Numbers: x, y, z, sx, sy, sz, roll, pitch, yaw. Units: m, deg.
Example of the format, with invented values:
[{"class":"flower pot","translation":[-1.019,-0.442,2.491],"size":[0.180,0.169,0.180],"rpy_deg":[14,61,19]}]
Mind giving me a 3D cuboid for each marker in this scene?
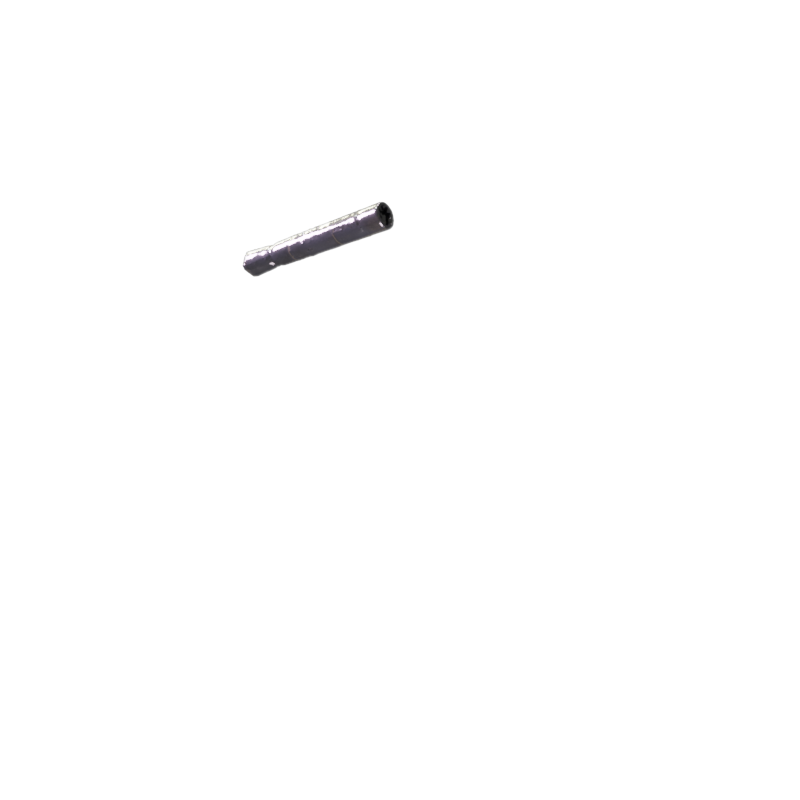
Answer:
[{"class":"marker","translation":[-0.058,-0.106,0.745],"size":[0.123,0.020,0.019],"rpy_deg":[-14,-5,34]}]
